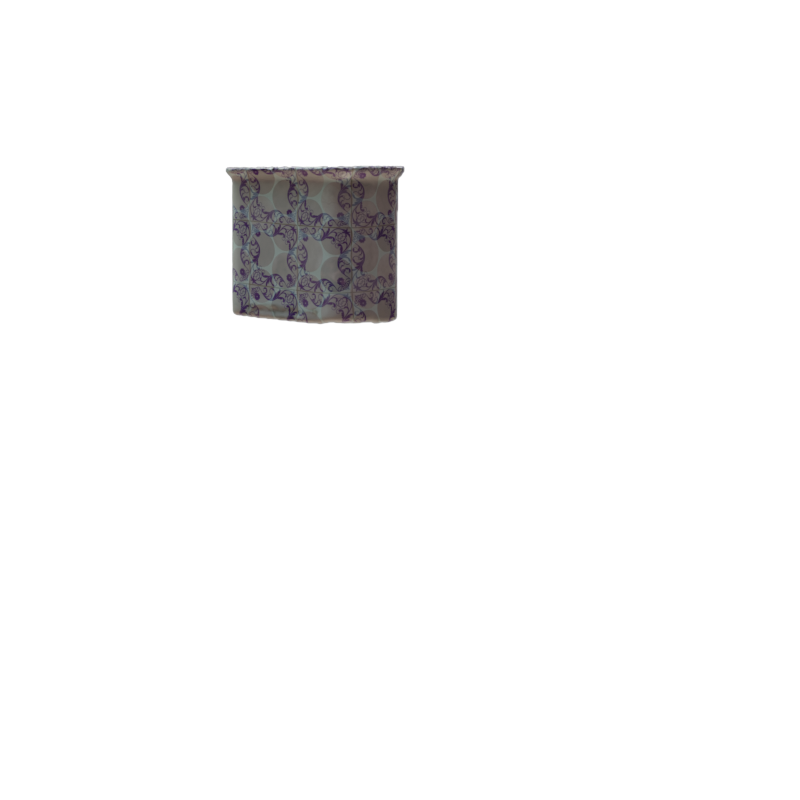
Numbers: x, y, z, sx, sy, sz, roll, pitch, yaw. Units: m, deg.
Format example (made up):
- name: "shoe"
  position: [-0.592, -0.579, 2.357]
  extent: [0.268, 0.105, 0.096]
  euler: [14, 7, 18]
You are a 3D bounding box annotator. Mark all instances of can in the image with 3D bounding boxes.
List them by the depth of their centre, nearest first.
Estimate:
- name: "can"
  position: [-0.048, -0.088, 0.616]
  extent: [0.106, 0.083, 0.056]
  euler: [7, 9, 38]
